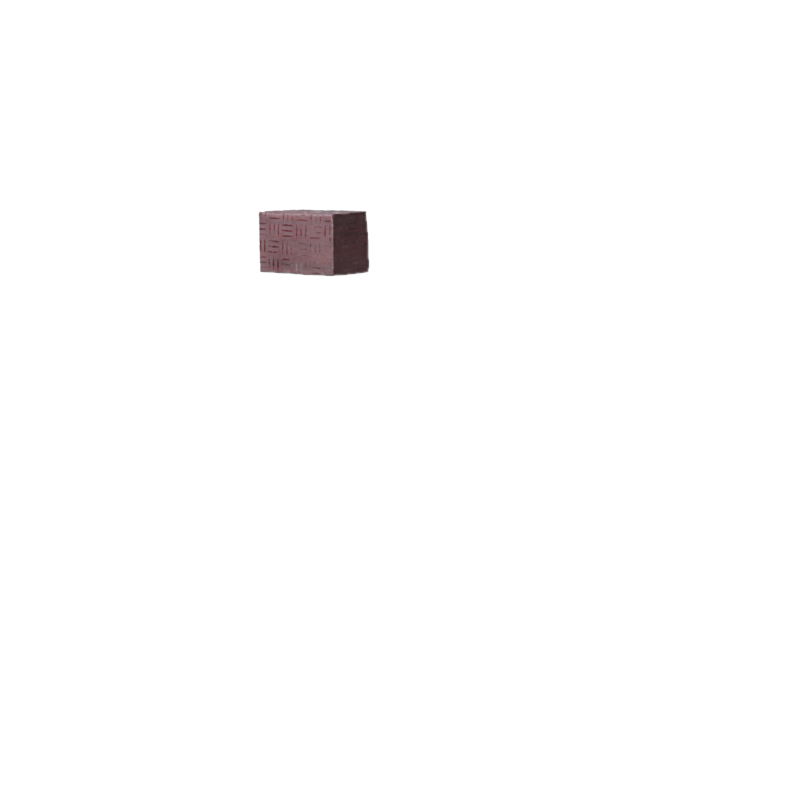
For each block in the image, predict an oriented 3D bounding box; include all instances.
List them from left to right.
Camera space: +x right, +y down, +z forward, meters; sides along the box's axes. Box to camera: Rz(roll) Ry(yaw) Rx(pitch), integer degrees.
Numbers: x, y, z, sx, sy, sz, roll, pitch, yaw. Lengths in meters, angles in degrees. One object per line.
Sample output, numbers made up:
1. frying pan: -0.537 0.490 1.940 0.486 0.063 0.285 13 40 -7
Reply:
1. block: -0.072 -0.131 0.919 0.081 0.051 0.051 6 10 33
